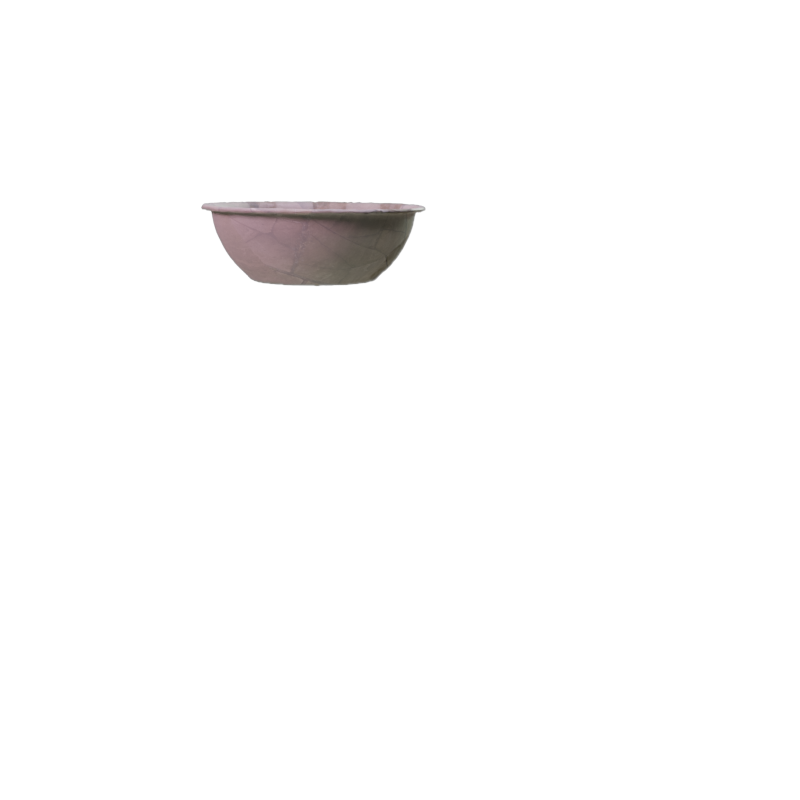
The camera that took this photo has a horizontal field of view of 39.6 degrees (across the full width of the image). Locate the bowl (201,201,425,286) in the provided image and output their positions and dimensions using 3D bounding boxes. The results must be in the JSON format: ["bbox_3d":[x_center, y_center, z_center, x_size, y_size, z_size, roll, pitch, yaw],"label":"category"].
[{"bbox_3d":[-0.063,-0.114,0.801,0.162,0.054,0.165,0,11,-2],"label":"bowl"}]
